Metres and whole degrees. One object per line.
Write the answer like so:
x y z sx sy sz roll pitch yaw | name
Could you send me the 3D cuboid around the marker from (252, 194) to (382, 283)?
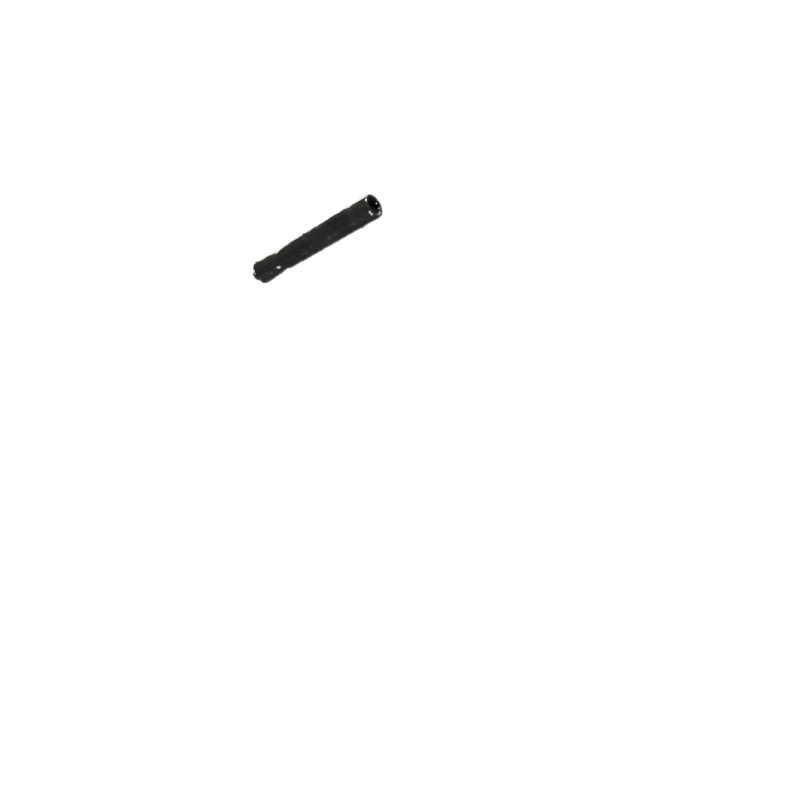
-0.064 -0.117 0.818 0.121 0.020 0.019 -25 -11 33 | marker
